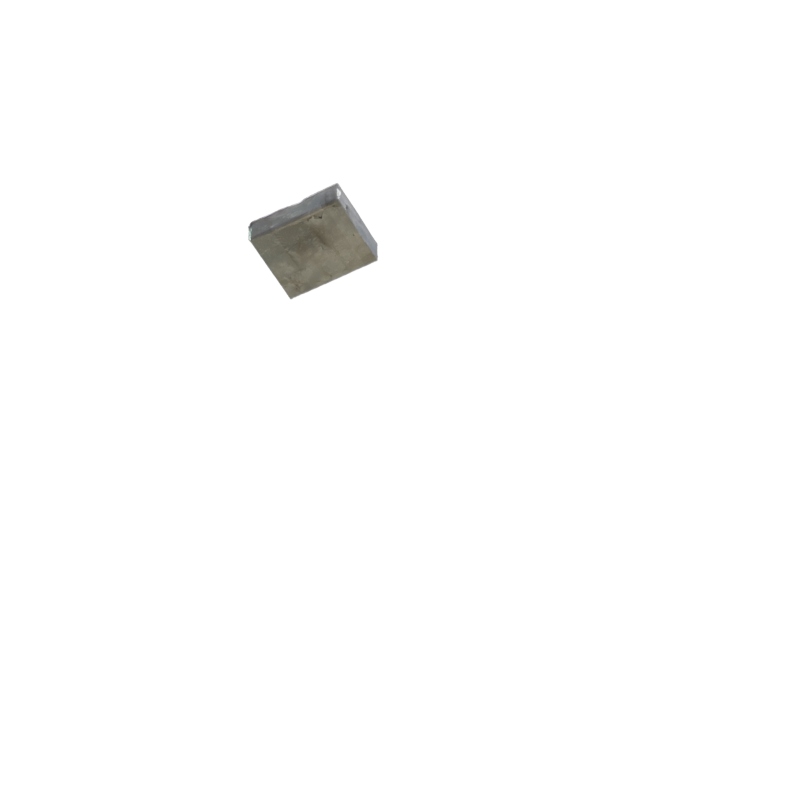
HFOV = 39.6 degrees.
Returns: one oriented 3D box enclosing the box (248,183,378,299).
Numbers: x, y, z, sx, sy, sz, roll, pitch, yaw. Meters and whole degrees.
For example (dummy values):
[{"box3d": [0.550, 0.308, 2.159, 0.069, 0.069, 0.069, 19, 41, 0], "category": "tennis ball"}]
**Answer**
[{"box3d": [-0.074, -0.135, 0.946, 0.090, 0.068, 0.032, -22, 36, 17], "category": "box"}]
